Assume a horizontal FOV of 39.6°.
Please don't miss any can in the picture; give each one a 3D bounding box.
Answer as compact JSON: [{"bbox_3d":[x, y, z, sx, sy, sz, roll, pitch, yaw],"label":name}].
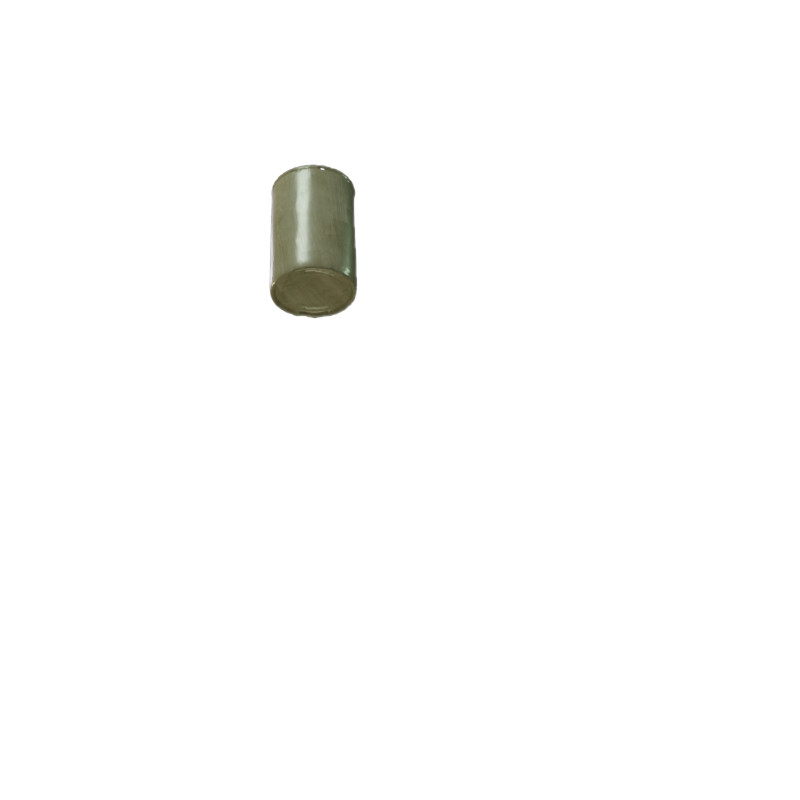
[{"bbox_3d":[-0.068,-0.123,0.865,0.068,0.109,0.064,-1,-35,-2],"label":"can"}]
